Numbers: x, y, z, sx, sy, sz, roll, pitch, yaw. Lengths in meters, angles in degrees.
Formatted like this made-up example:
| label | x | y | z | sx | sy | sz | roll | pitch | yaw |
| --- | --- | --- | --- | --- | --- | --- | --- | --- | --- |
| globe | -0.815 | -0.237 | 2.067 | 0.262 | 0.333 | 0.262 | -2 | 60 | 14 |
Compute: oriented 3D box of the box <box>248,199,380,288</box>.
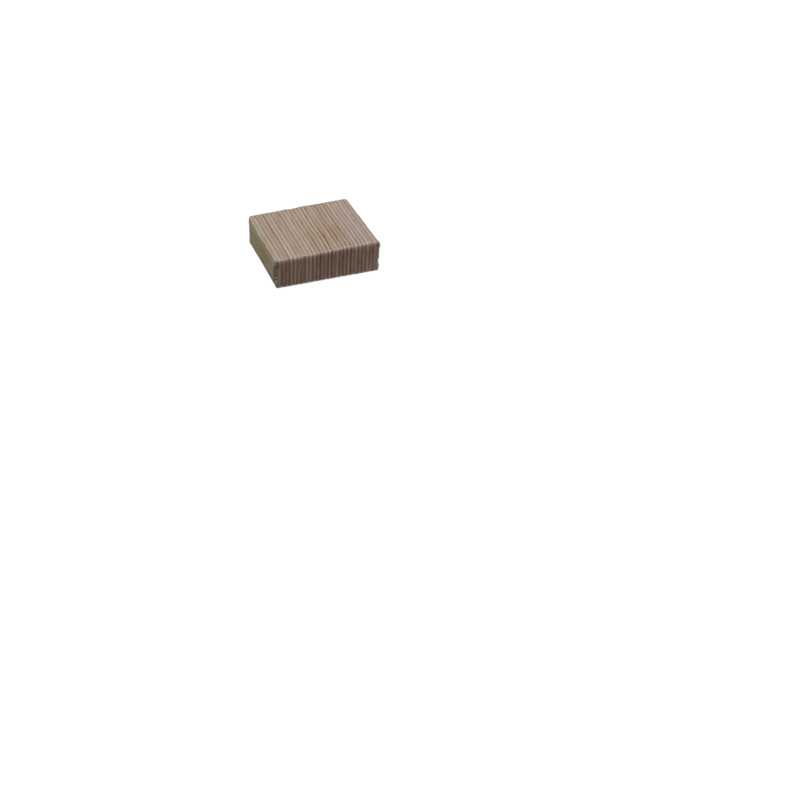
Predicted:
| label | x | y | z | sx | sy | sz | roll | pitch | yaw |
| --- | --- | --- | --- | --- | --- | --- | --- | --- | --- |
| box | -0.070 | -0.128 | 0.895 | 0.088 | 0.028 | 0.079 | -13 | 39 | -17 |
